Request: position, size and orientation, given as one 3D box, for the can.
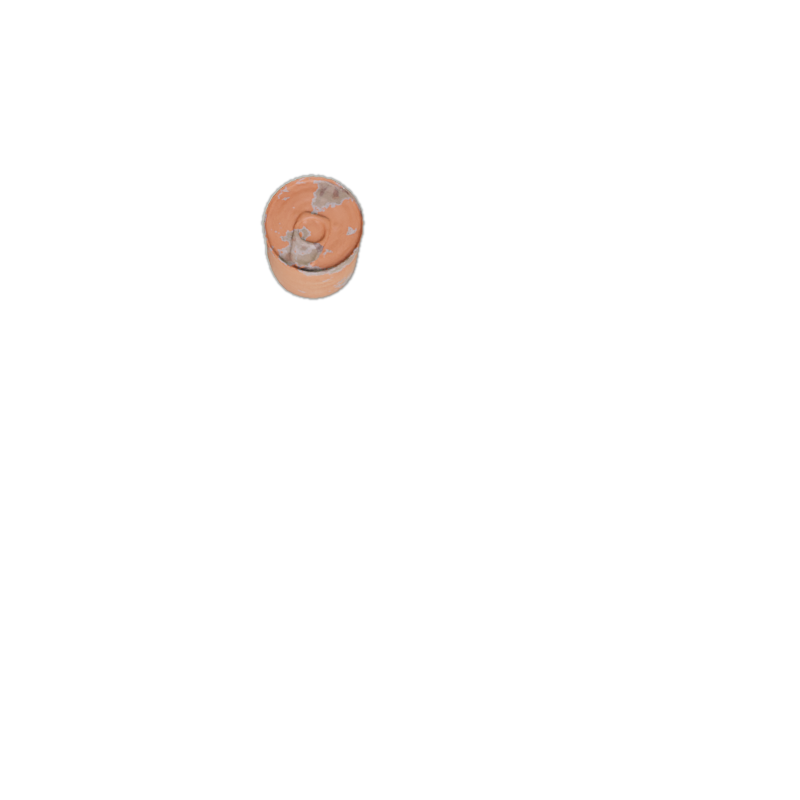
[{"bbox_3d":[-0.062,-0.113,0.791,0.068,0.070,0.100,0,-8,-3],"label":"can"}]
